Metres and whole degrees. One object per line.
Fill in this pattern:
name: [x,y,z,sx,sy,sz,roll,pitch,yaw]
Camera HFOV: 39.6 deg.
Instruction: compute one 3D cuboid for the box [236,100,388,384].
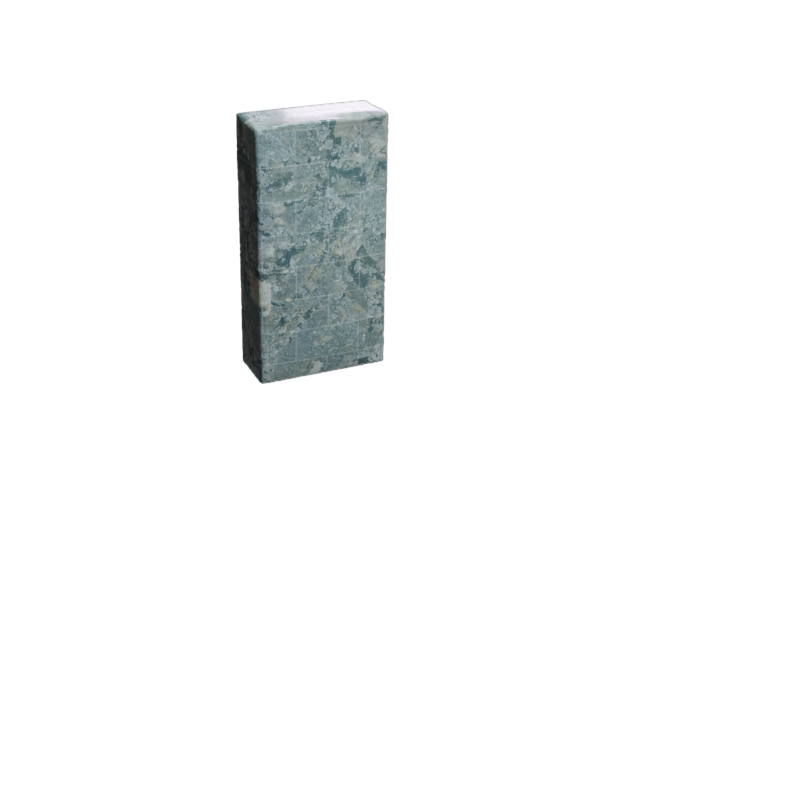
box: [-0.057,-0.104,0.730,0.092,0.167,0.052,-10,27,-23]
